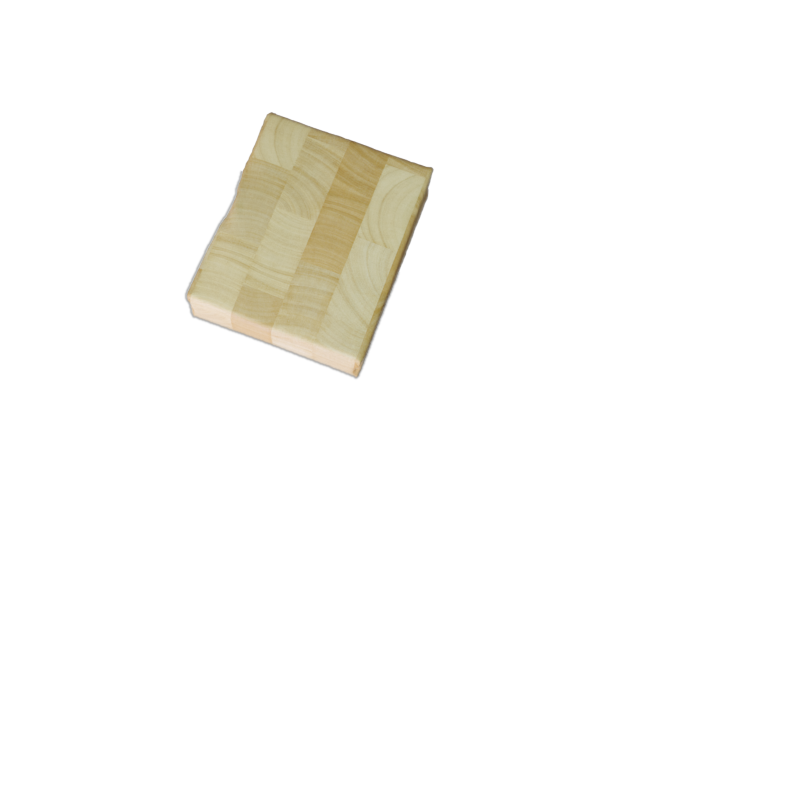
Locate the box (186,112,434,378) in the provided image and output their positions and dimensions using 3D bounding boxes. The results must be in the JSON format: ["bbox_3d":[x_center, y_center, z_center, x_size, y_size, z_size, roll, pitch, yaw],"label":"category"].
[{"bbox_3d":[-0.035,-0.064,0.447,0.074,0.092,0.029,20,-18,6],"label":"box"}]
